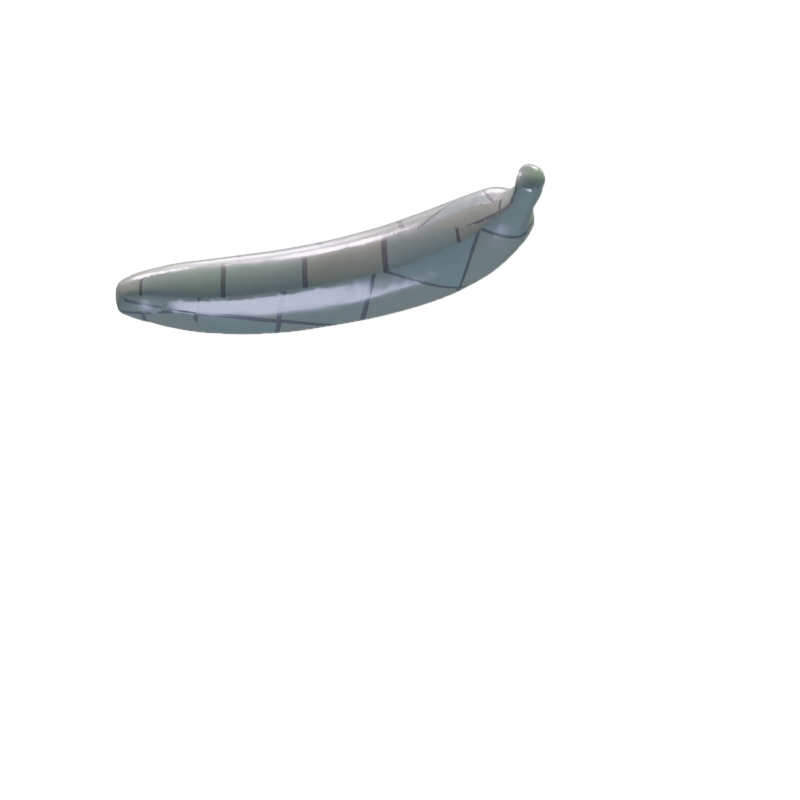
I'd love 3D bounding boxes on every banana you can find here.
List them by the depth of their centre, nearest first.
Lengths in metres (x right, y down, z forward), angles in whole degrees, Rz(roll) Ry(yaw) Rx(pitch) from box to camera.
[{"bbox_3d":[-0.025,-0.059,0.476,0.200,0.039,0.064,-14,-33,22],"label":"banana"}]
